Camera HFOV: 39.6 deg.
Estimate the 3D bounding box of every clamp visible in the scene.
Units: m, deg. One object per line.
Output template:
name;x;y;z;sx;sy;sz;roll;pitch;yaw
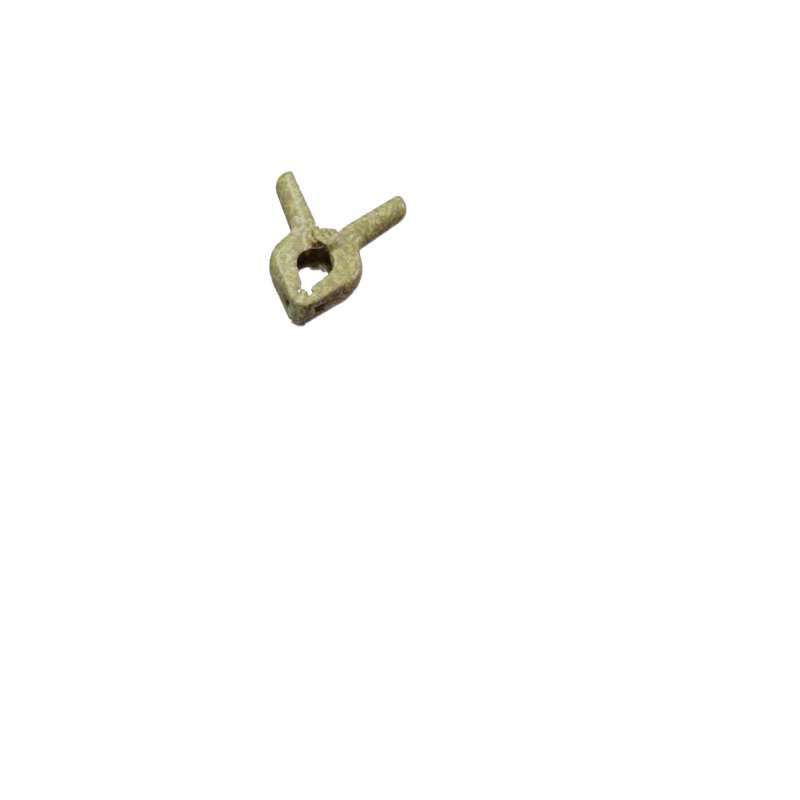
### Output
clamp;-0.075;-0.138;0.964;0.124;0.036;0.179;14;46;14
